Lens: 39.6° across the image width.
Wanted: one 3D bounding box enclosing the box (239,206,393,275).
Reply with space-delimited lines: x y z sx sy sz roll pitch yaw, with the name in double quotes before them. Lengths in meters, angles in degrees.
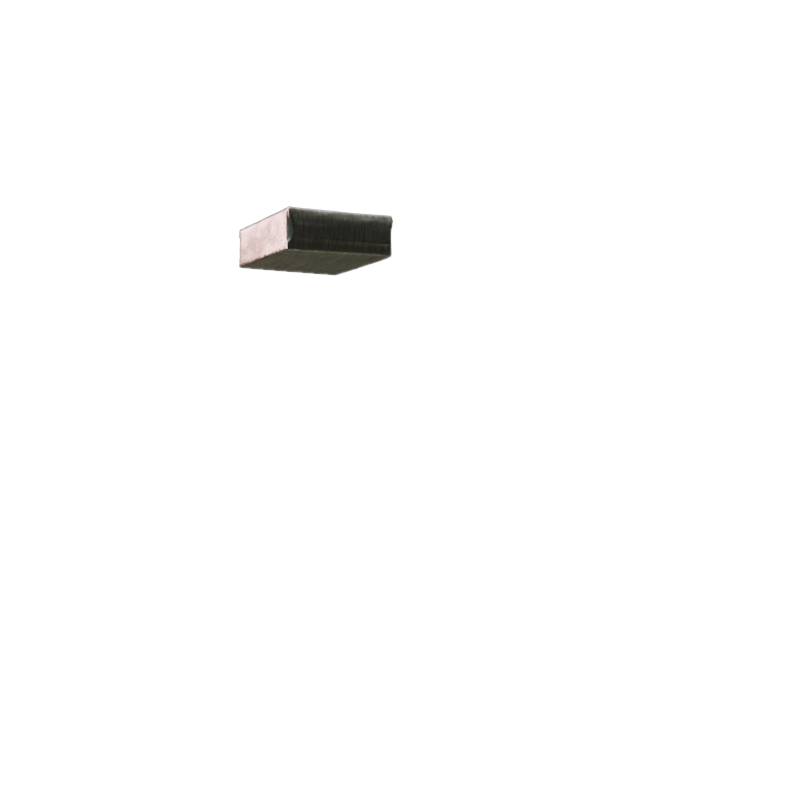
"box" -0.057 -0.103 0.724 0.071 0.031 0.091 2 -4 -26
